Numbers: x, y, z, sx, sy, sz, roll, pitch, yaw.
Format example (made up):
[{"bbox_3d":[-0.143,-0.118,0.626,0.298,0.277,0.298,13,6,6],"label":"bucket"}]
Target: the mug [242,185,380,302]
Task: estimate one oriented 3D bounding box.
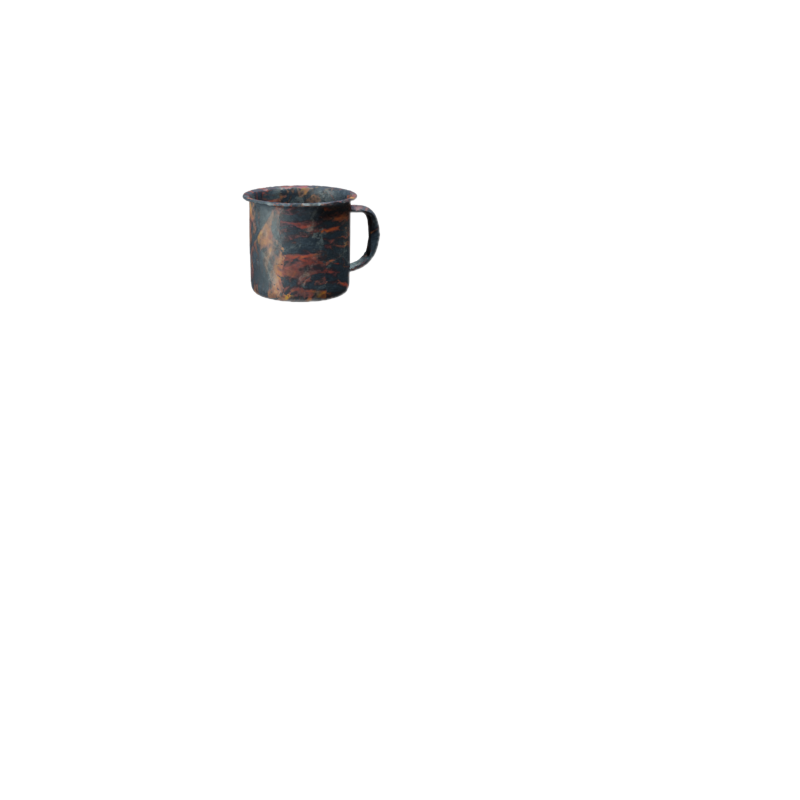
[{"bbox_3d":[-0.071,-0.130,0.910,0.114,0.079,0.099,-8,19,-26],"label":"mug"}]
